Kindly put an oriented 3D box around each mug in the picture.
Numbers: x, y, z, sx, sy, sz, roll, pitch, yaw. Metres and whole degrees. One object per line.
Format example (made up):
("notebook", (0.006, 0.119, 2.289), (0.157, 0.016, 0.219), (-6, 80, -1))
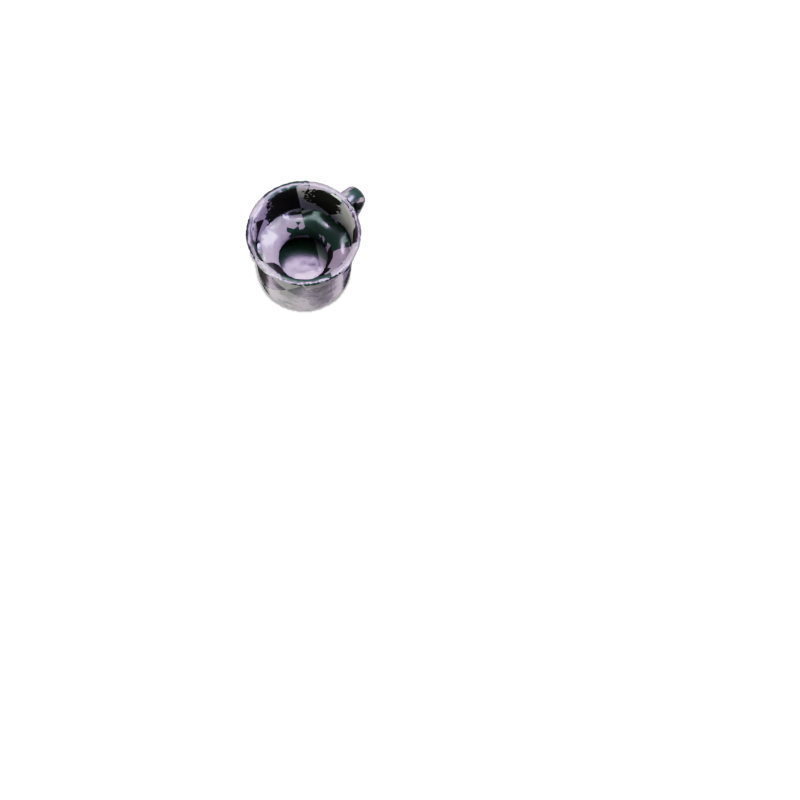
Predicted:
("mug", (-0.073, -0.133, 0.932), (0.096, 0.119, 0.078), (38, -17, 12))
